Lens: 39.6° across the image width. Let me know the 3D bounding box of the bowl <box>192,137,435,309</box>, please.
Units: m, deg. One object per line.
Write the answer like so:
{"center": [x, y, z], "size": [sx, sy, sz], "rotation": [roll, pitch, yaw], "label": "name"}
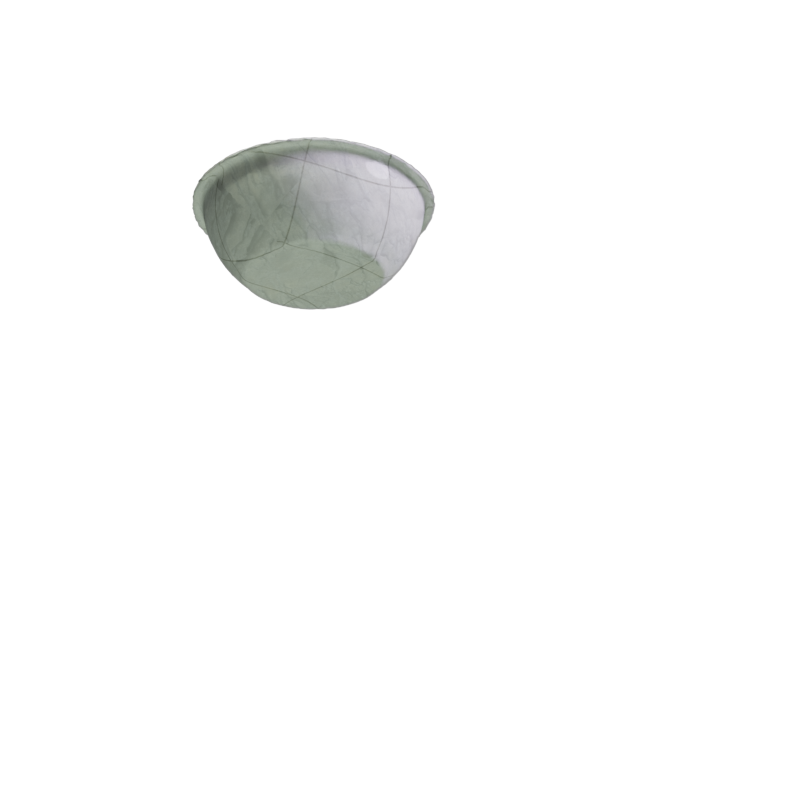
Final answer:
{"center": [-0.057, -0.104, 0.726], "size": [0.162, 0.058, 0.153], "rotation": [1, -25, -2], "label": "bowl"}
